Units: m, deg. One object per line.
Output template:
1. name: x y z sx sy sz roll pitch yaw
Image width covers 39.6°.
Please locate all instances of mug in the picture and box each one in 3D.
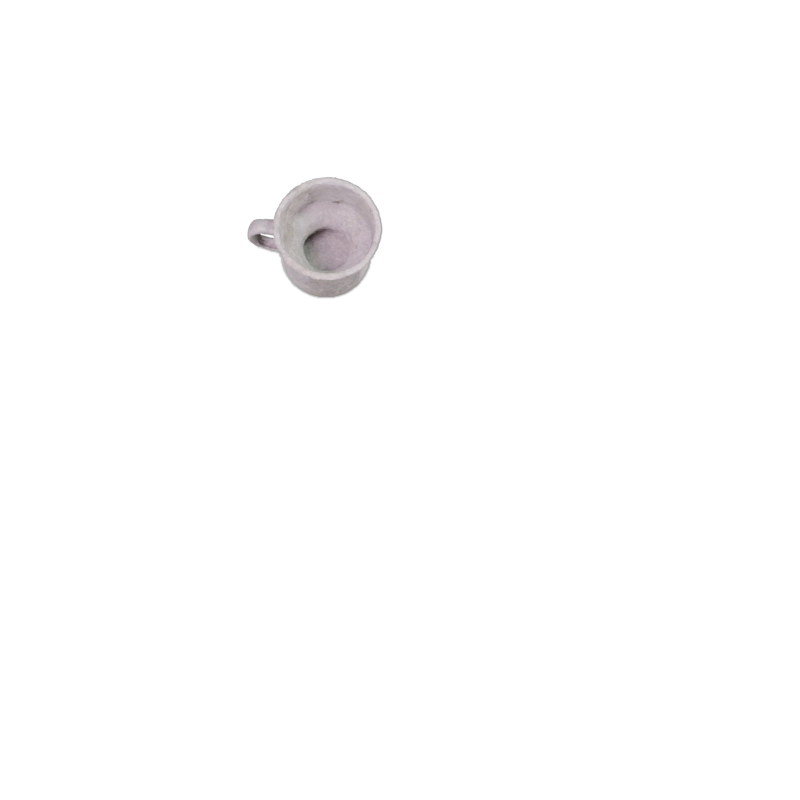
1. mug: -0.077 -0.140 0.979 0.117 0.097 0.078 4 -16 0
